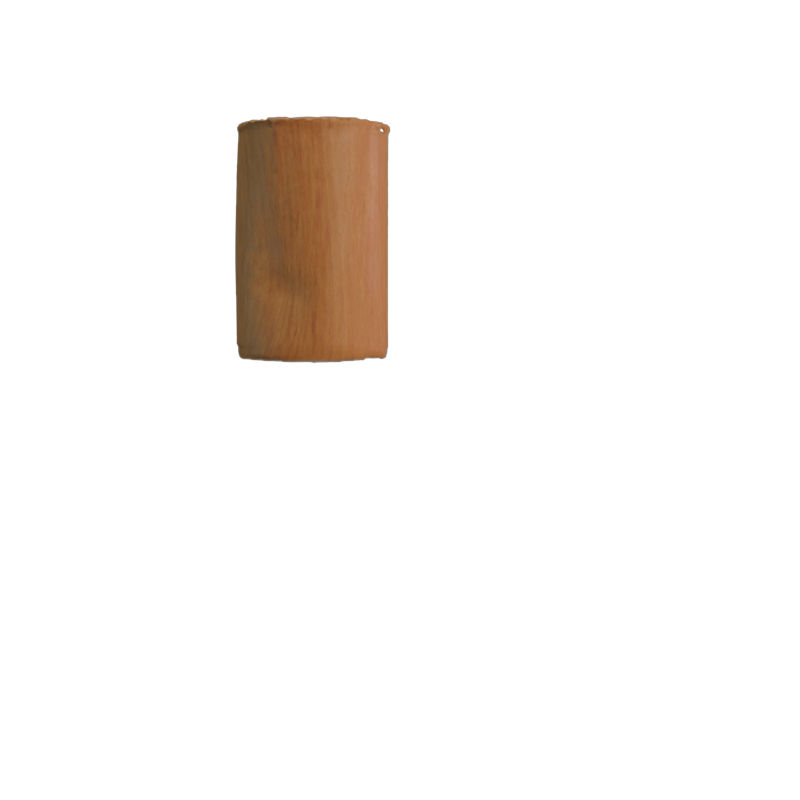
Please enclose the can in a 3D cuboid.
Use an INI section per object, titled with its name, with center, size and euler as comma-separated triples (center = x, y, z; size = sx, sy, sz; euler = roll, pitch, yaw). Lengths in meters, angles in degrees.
[can]
center = -0.038, -0.070, 0.488
size = 0.068, 0.103, 0.068
euler = 0, 0, -2
